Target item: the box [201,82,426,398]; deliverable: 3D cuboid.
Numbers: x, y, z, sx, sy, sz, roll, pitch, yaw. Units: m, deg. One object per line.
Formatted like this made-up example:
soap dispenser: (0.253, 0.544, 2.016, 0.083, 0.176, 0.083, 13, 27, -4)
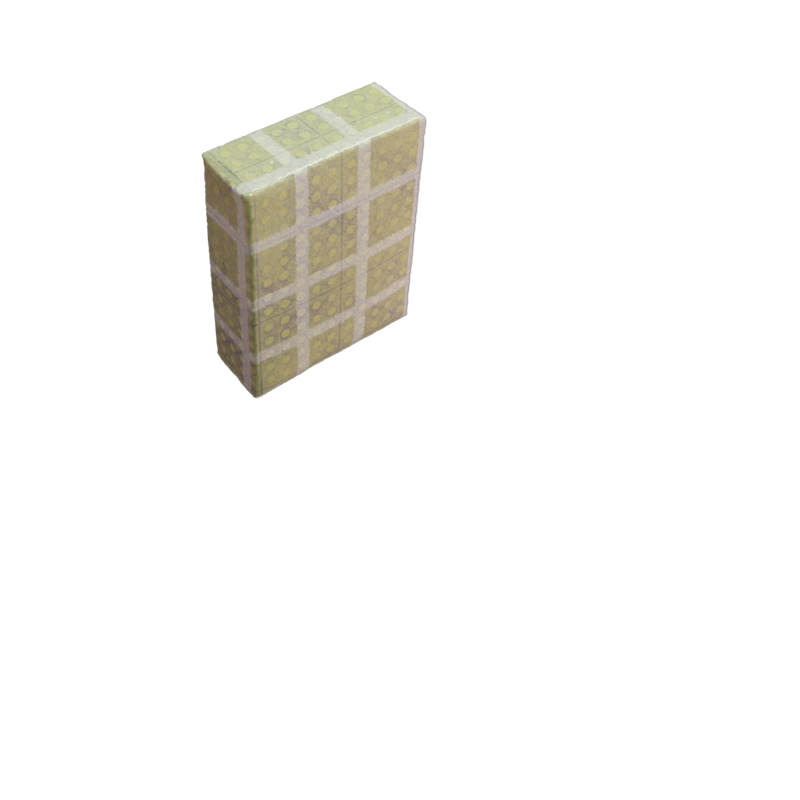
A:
box: (-0.069, -0.125, 0.877, 0.164, 0.199, 0.077, -29, 54, -28)
